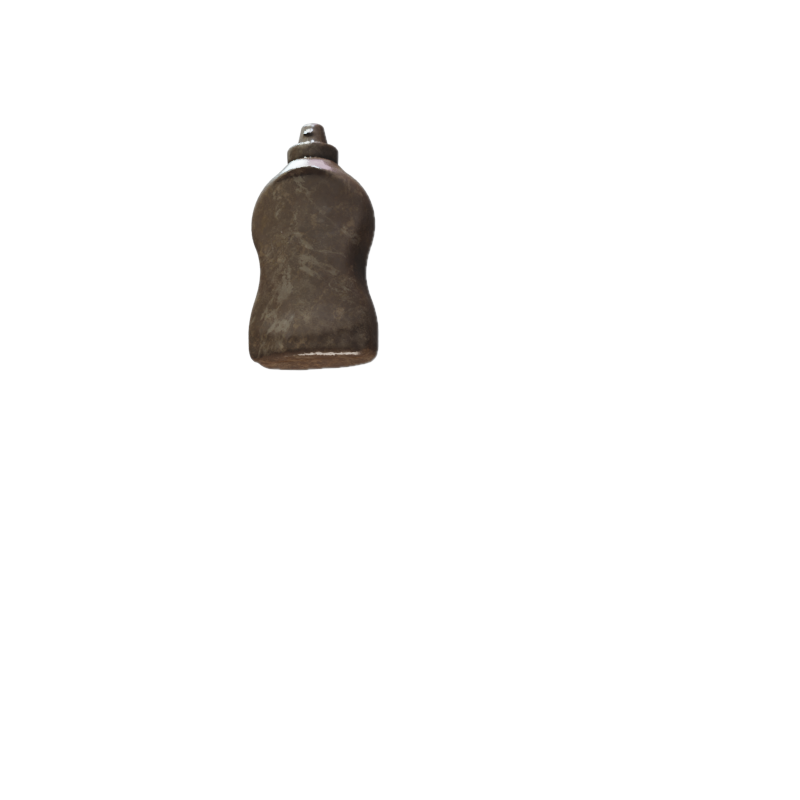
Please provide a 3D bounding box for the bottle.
[{"bbox_3d":[-0.067,-0.122,0.857,0.098,0.200,0.055,-6,-17,16],"label":"bottle"}]
